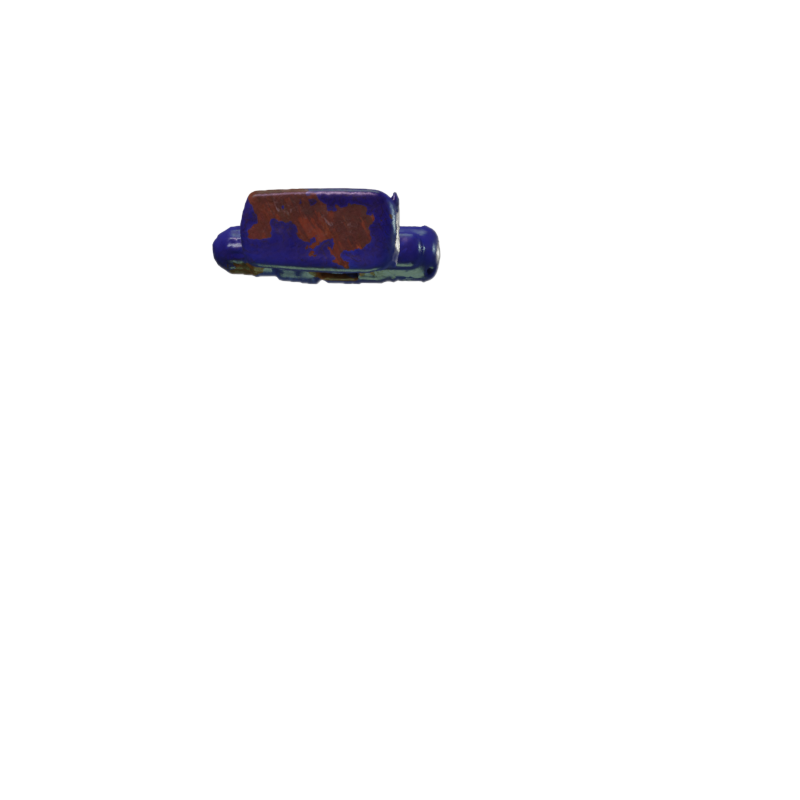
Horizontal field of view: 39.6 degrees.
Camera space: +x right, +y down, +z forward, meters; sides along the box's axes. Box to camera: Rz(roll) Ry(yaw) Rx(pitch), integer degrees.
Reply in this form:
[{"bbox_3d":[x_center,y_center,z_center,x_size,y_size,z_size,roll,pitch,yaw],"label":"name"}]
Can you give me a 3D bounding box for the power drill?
[{"bbox_3d":[-0.065,-0.118,0.826,0.186,0.058,0.186,0,3,6],"label":"power drill"}]
